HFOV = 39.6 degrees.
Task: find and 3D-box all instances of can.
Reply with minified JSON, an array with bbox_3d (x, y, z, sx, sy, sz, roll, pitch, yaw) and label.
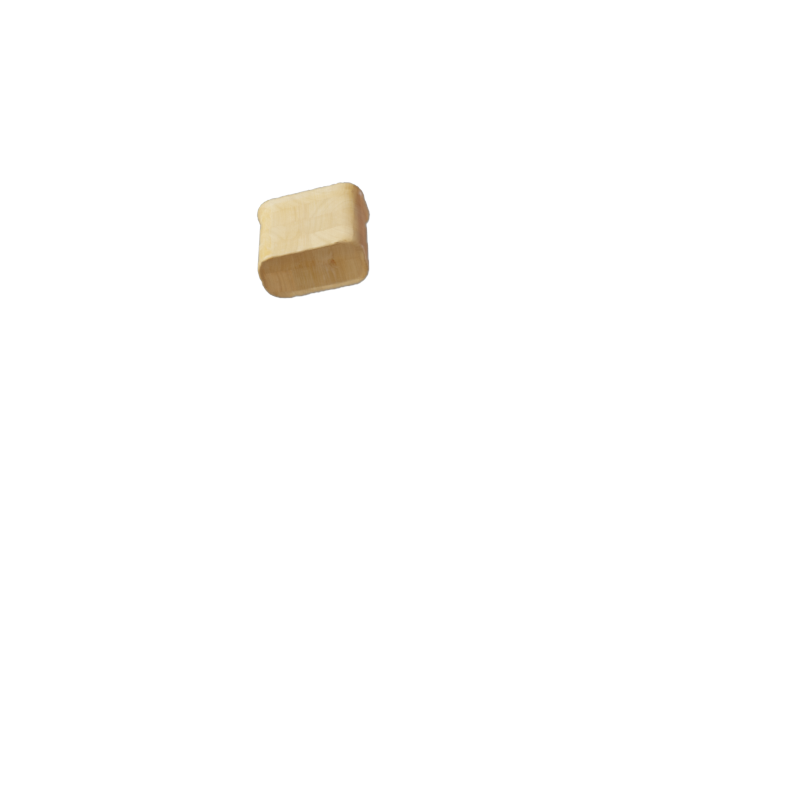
[{"bbox_3d":[-0.078,-0.142,0.996,0.103,0.053,0.090,-12,41,9],"label":"can"}]
